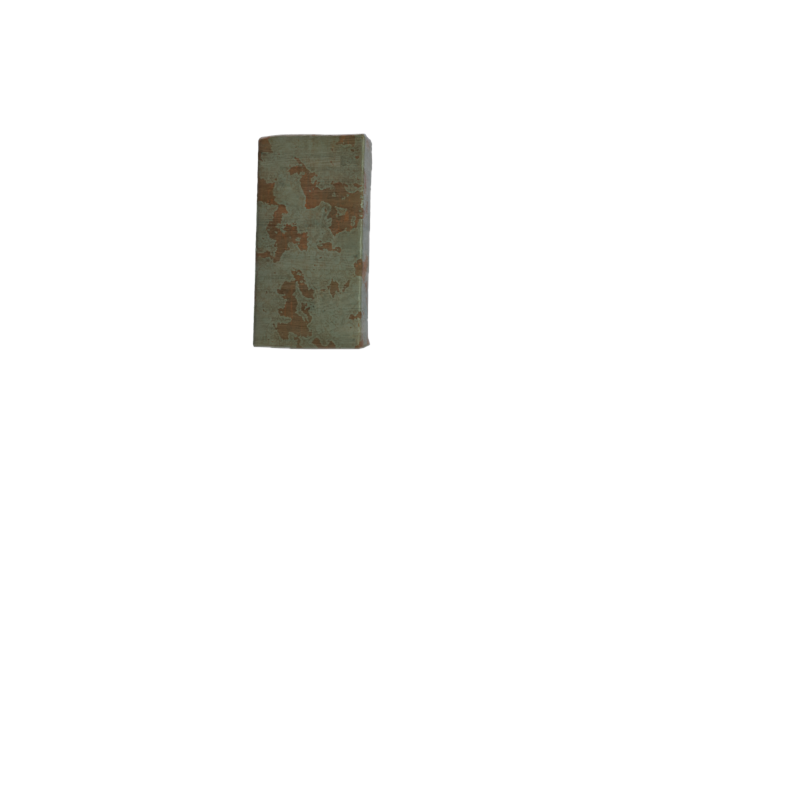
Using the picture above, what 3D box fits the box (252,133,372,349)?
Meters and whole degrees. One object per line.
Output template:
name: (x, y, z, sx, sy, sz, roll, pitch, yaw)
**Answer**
box: (-0.072, -0.131, 0.918, 0.095, 0.177, 0.047, 0, -2, 11)
